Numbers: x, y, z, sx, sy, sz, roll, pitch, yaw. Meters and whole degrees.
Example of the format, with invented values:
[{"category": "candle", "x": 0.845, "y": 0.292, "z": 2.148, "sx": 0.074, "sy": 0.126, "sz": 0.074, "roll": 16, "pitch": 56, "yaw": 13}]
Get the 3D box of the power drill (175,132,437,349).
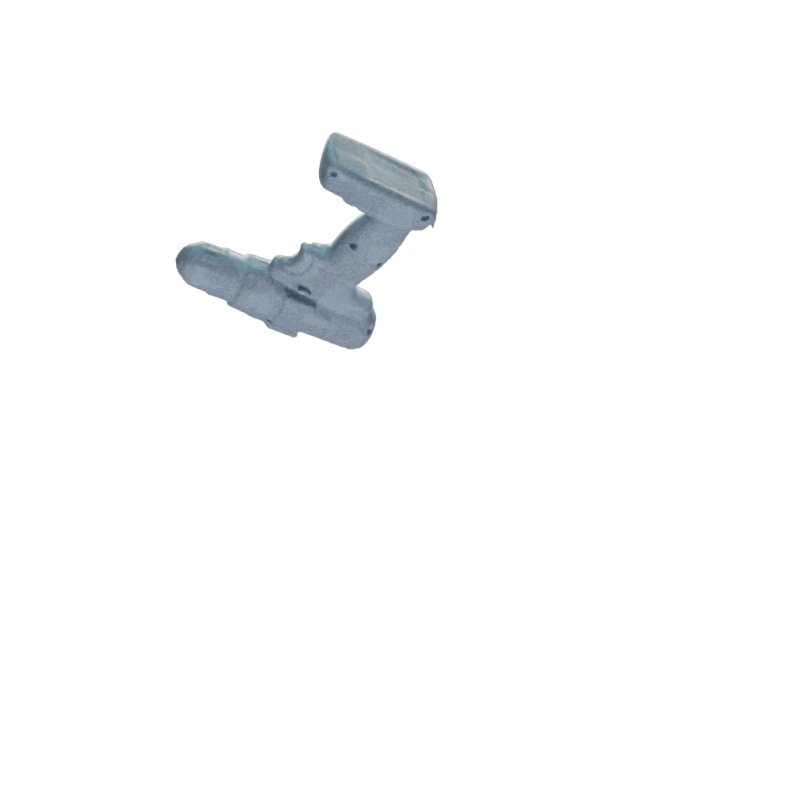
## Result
[{"category": "power drill", "x": -0.072, "y": -0.131, "z": 0.917, "sx": 0.177, "sy": 0.062, "sz": 0.182, "roll": 21, "pitch": -47, "yaw": -22}]
